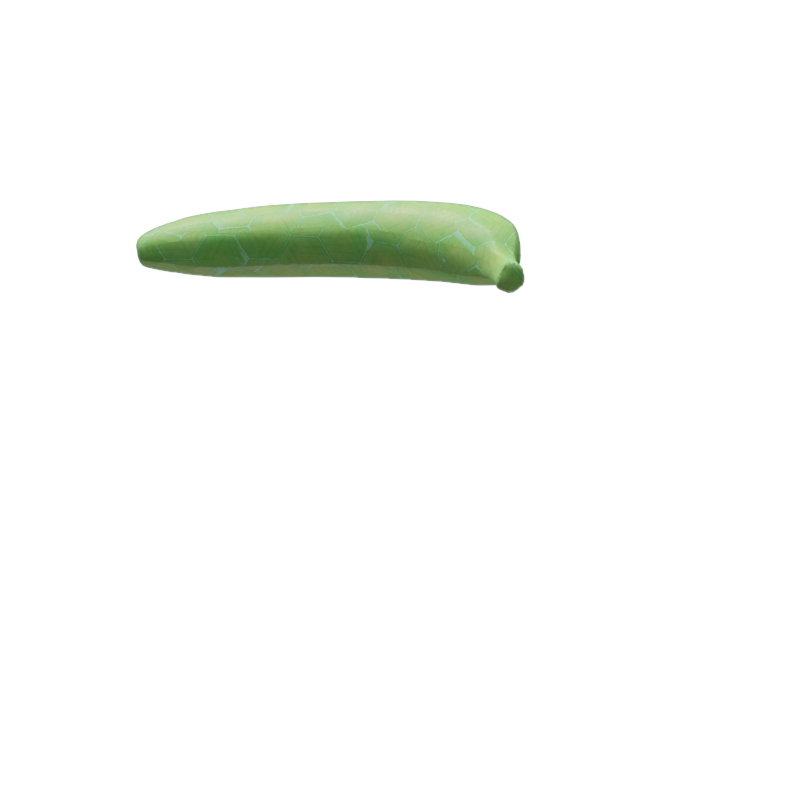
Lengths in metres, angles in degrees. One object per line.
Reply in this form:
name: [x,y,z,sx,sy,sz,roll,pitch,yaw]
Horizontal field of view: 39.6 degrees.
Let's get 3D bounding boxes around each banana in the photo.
banana: [-0.026,-0.072,0.503,0.205,0.036,0.068,6,9,31]
